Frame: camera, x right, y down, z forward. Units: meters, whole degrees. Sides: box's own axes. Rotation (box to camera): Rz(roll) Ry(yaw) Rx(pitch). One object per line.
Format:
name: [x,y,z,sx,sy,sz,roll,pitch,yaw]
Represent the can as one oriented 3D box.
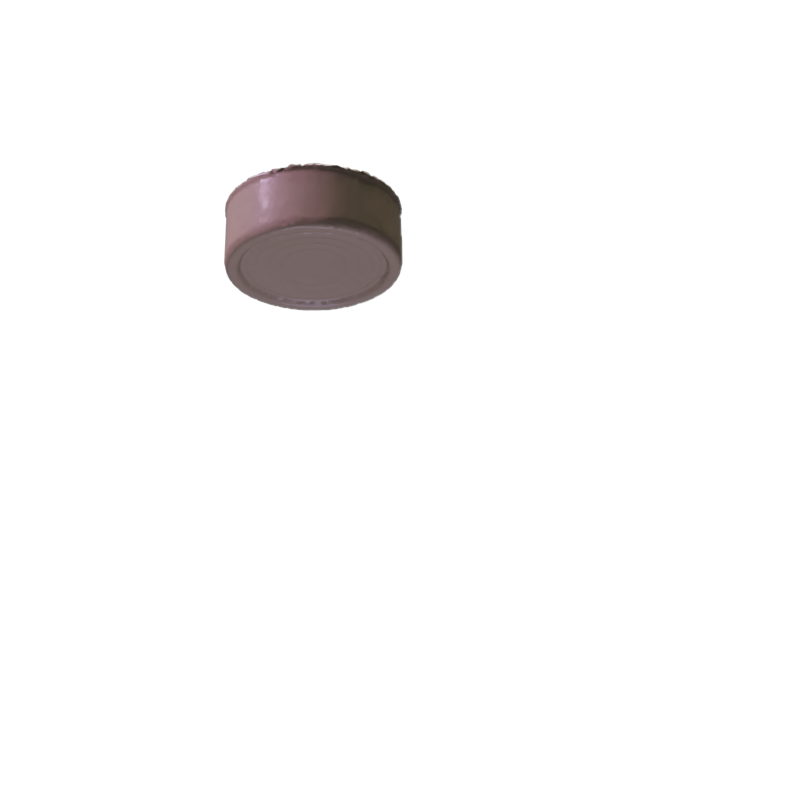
can: [-0.041,-0.076,0.530,0.086,0.036,0.081,1,-25,-2]
